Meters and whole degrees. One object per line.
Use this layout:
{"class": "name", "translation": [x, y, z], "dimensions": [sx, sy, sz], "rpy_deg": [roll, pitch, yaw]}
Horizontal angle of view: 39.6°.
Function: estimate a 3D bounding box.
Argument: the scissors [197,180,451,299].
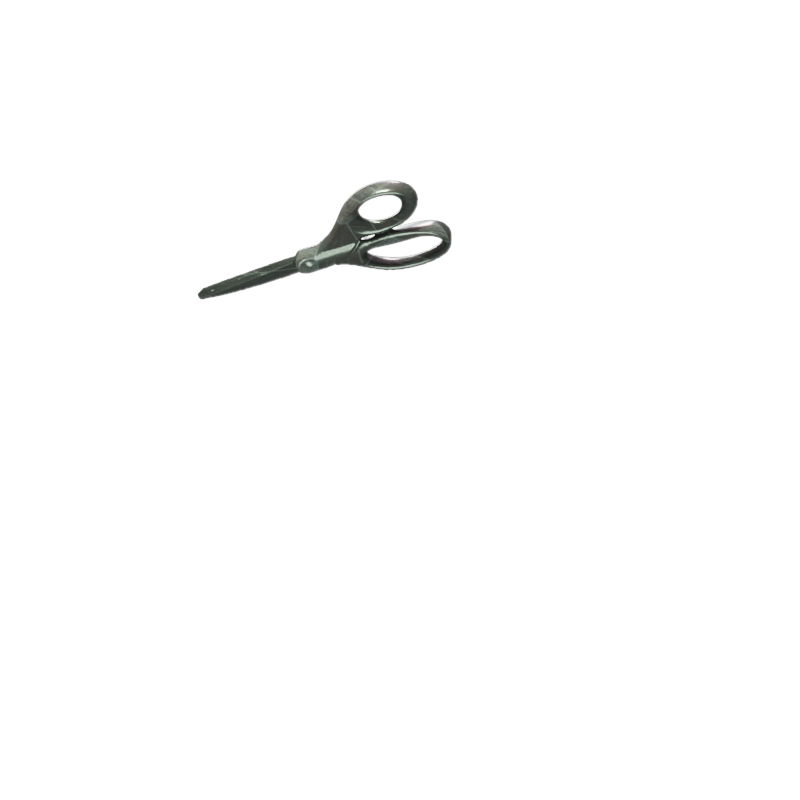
{"class": "scissors", "translation": [-0.064, -0.117, 0.820], "dimensions": [0.203, 0.017, 0.089], "rpy_deg": [-6, -38, 8]}
